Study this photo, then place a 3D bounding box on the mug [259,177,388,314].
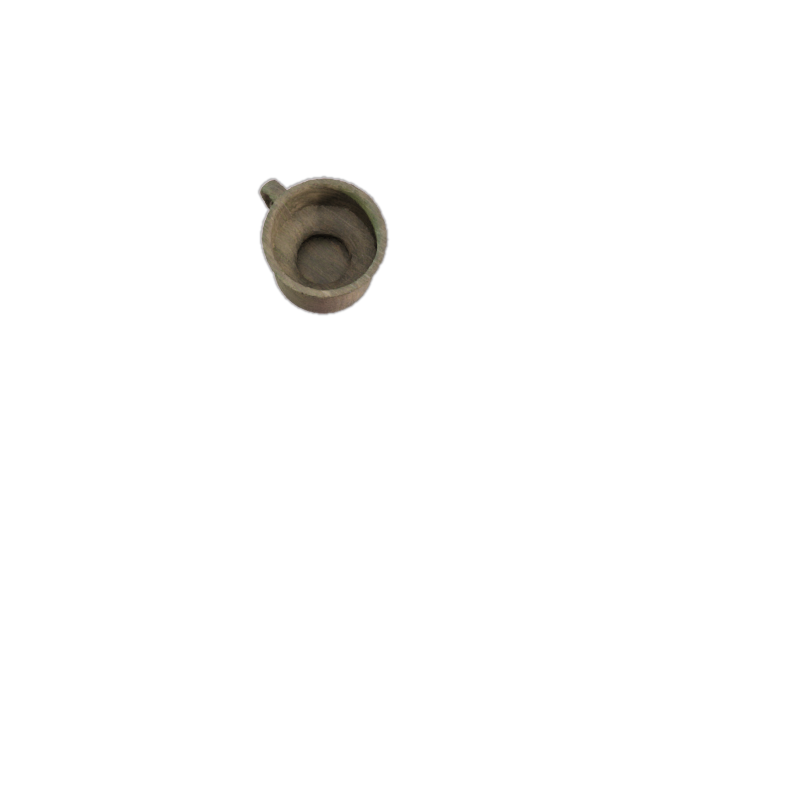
[{"bbox_3d":[-0.067,-0.122,0.856,0.094,0.121,0.079,-43,-10,-11],"label":"mug"}]
